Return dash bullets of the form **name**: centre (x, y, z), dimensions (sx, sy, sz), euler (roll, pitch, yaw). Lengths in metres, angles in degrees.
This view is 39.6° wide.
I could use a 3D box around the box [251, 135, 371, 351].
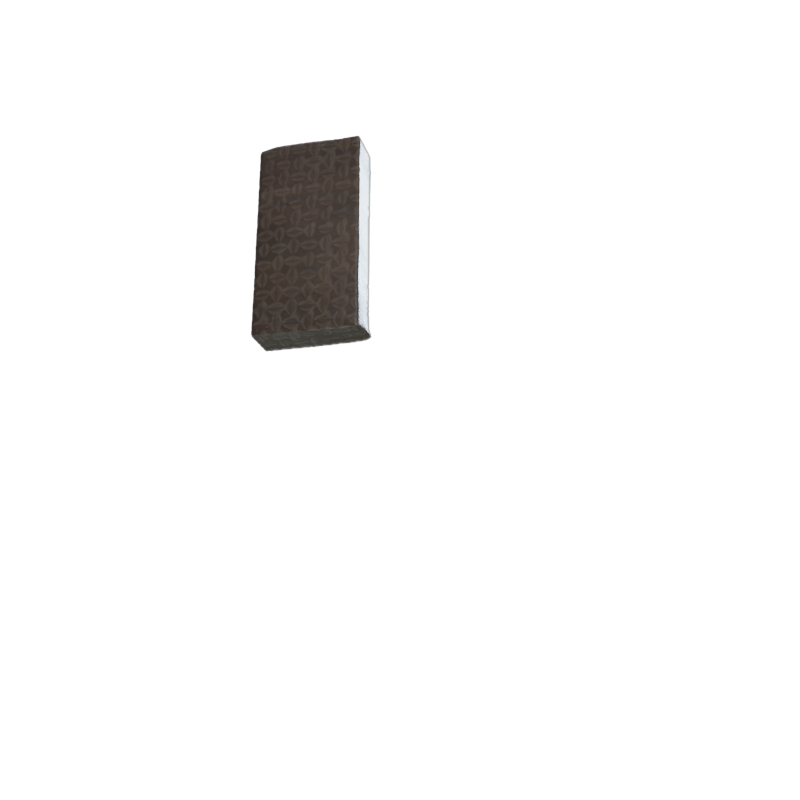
- **box**: centre (-0.073, -0.133, 0.933), dimensions (0.095, 0.186, 0.045), euler (-7, -23, 14)
